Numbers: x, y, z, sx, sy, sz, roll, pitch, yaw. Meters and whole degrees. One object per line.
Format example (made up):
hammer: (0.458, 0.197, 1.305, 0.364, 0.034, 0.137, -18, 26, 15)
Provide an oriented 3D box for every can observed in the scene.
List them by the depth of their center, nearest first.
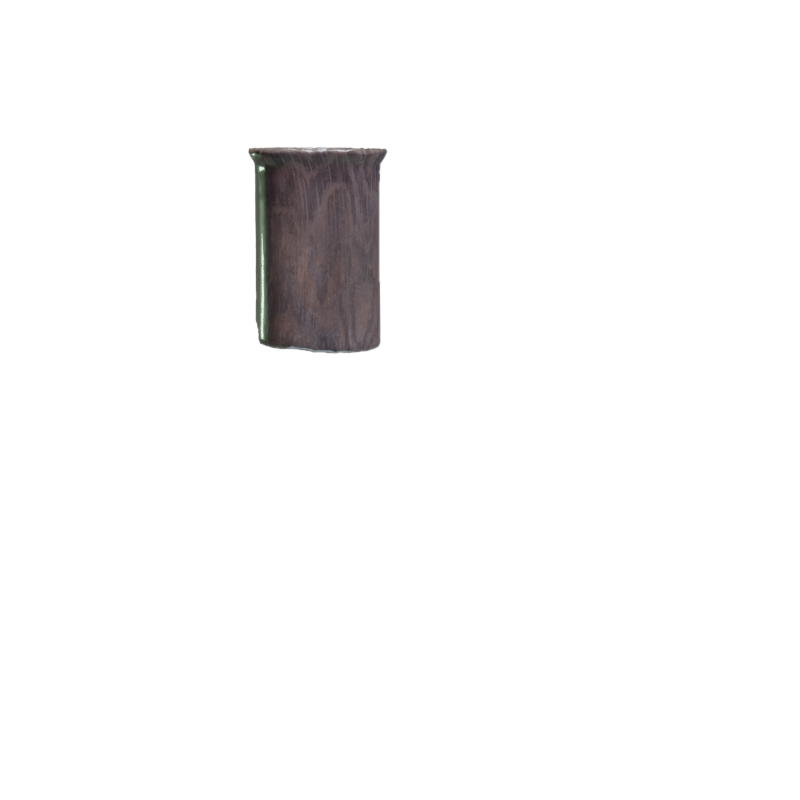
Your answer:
can: (-0.039, -0.071, 0.494, 0.057, 0.082, 0.105, -1, 10, -7)
